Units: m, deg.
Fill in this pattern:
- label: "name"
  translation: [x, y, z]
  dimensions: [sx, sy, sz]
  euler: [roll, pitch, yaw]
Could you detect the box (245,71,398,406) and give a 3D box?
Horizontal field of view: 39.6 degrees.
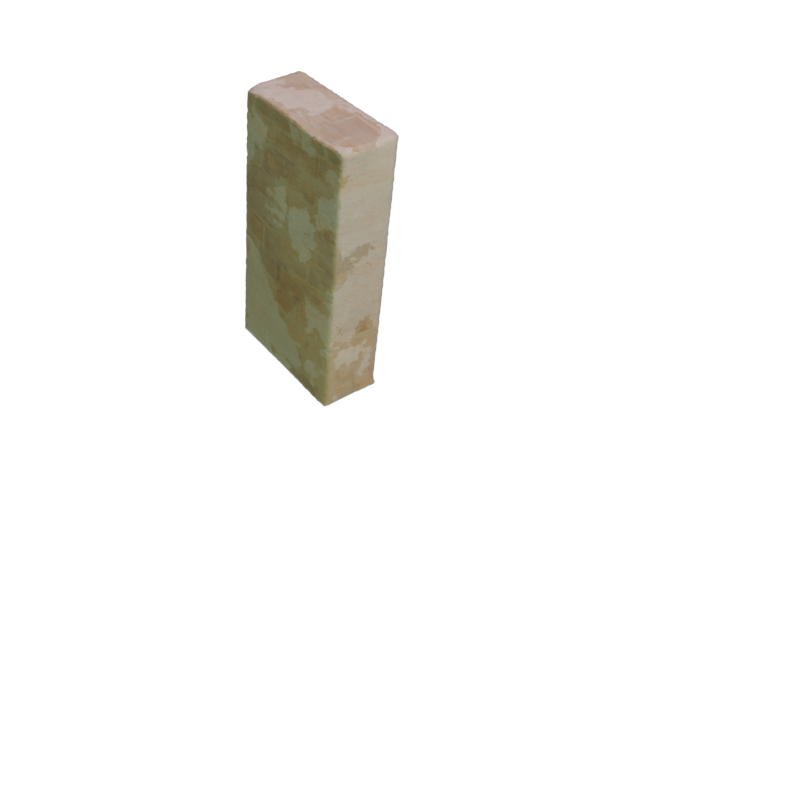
- label: "box"
  translation: [-0.051, -0.093, 0.649]
  dimensions: [0.048, 0.165, 0.100]
  euler: [-24, 46, -29]
